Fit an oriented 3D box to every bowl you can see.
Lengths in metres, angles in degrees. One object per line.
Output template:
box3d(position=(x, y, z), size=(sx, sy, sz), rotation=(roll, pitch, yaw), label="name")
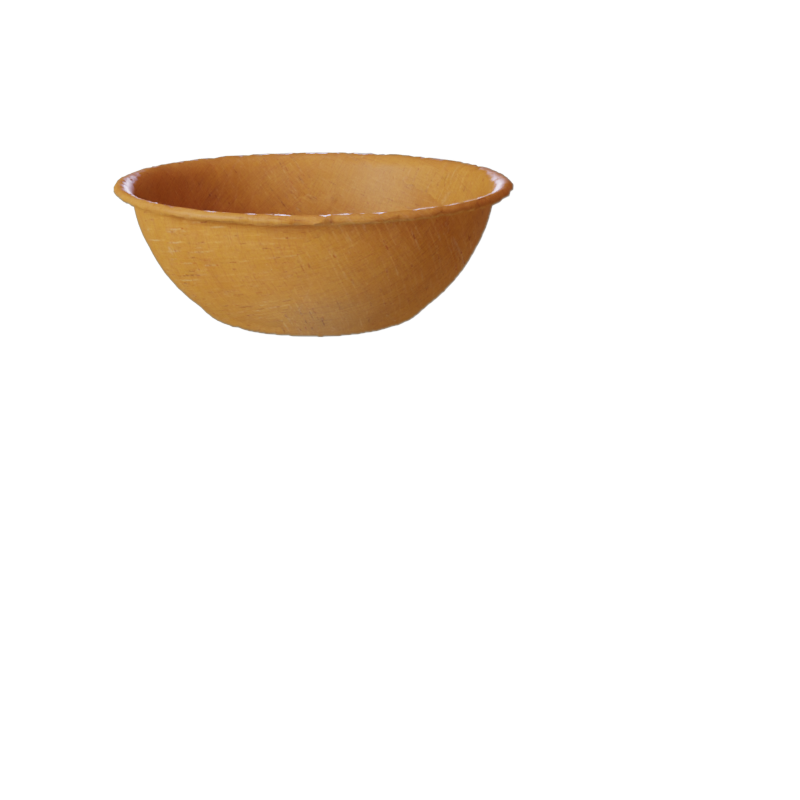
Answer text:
box3d(position=(-0.036, -0.065, 0.459), size=(0.162, 0.053, 0.169), rotation=(-1, 20, -2), label="bowl")
